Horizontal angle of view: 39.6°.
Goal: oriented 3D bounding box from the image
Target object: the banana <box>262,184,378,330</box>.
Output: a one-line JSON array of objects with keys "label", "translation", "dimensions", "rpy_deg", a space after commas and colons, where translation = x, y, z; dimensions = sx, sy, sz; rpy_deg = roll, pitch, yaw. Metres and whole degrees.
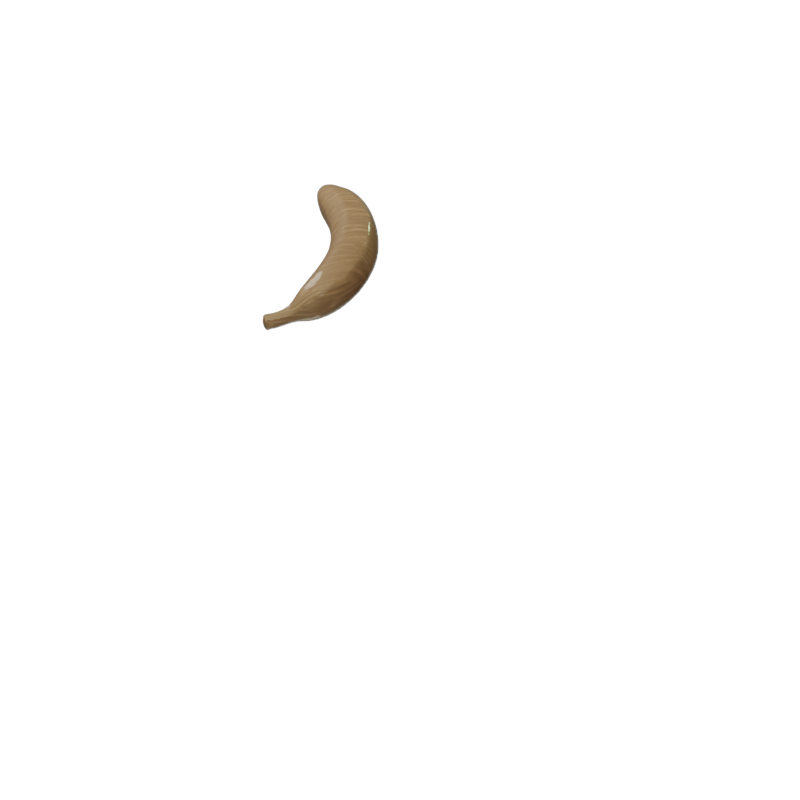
[{"label": "banana", "translation": [-0.050, -0.119, 0.864], "dimensions": [0.071, 0.034, 0.208], "rpy_deg": [6, 37, 7]}]
